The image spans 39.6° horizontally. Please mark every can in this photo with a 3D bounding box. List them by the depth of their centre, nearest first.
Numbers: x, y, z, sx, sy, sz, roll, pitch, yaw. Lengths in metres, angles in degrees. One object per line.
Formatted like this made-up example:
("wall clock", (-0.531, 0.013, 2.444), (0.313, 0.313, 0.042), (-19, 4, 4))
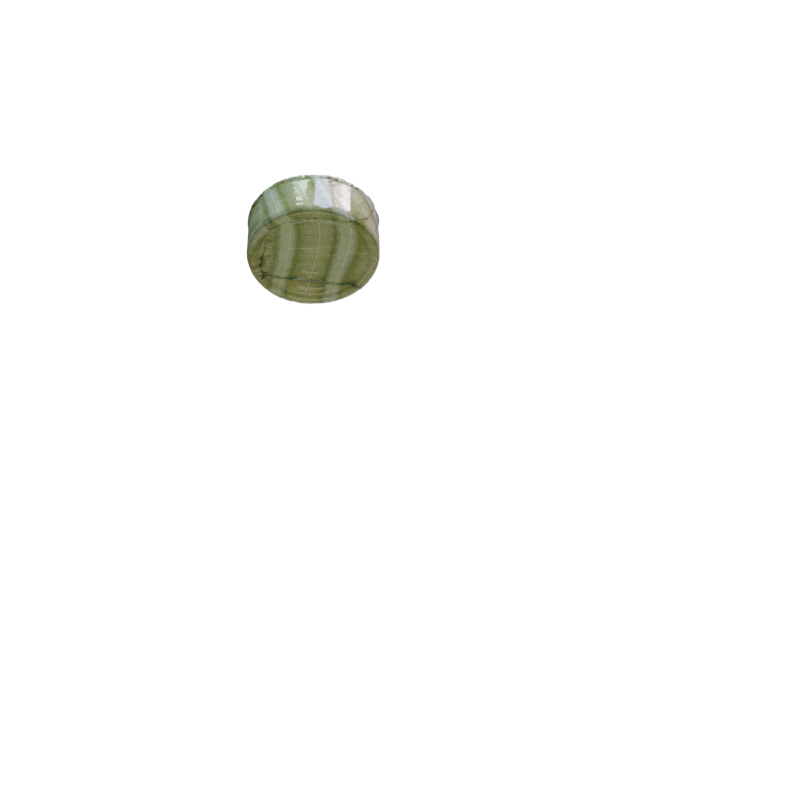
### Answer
("can", (-0.056, -0.101, 0.711), (0.086, 0.036, 0.080), (1, -43, -1))
